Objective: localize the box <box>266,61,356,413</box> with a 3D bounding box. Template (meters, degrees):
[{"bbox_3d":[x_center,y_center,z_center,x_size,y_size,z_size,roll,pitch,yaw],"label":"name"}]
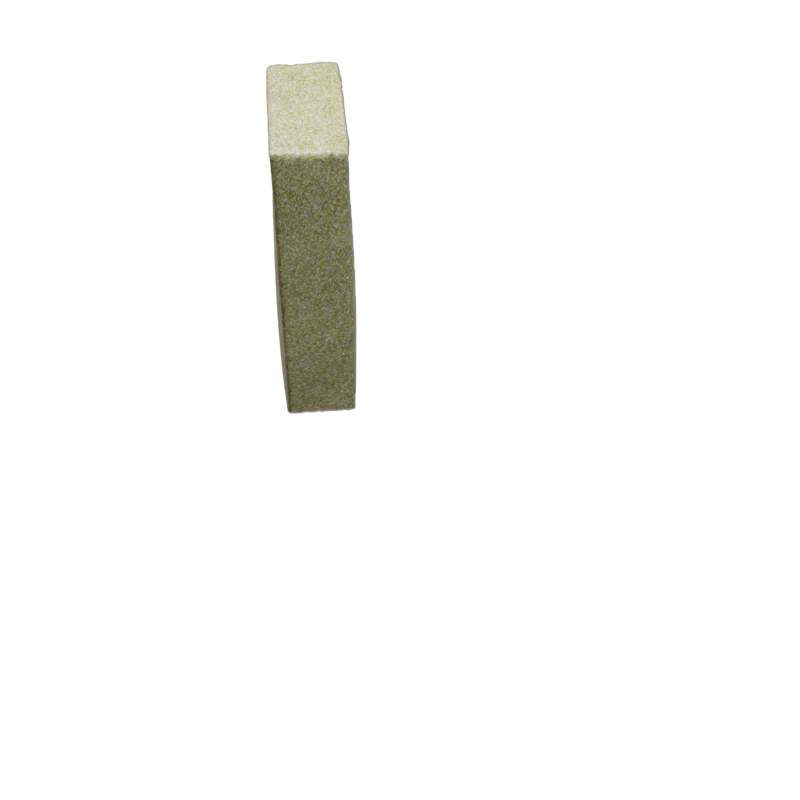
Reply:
[{"bbox_3d":[-0.048,-0.087,0.613,0.048,0.164,0.100,-1,41,-6],"label":"box"}]
